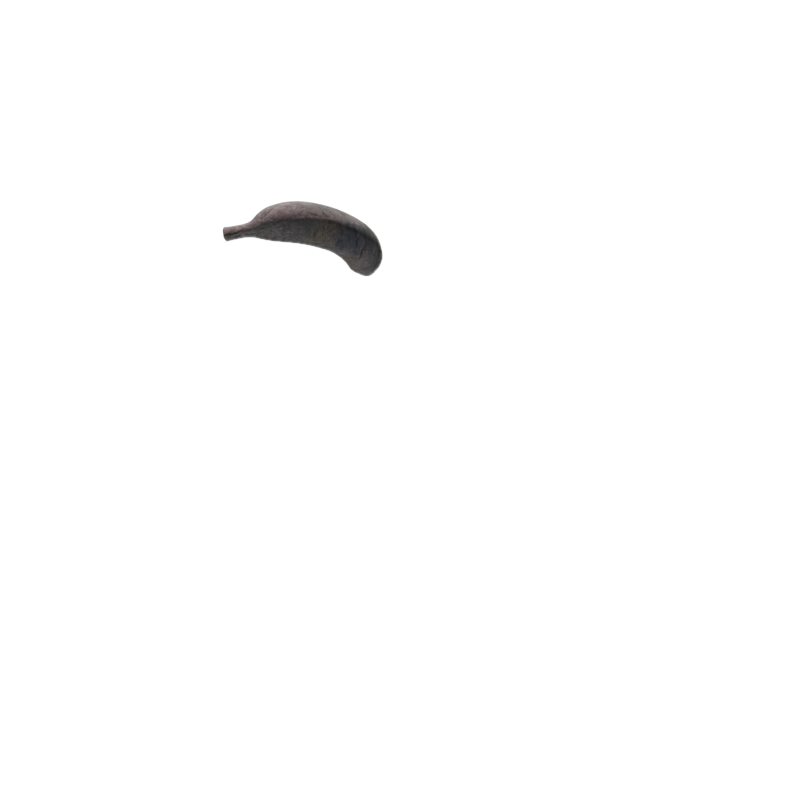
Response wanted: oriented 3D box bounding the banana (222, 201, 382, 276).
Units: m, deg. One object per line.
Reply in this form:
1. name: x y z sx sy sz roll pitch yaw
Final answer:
1. banana: -0.065 -0.143 0.973 0.071 0.038 0.187 -8 -11 38
